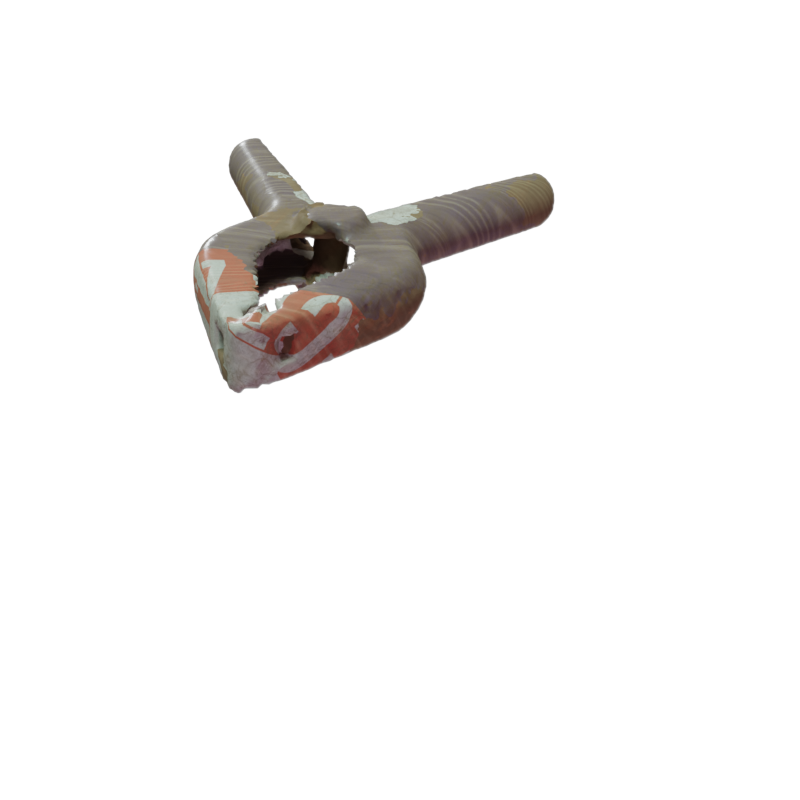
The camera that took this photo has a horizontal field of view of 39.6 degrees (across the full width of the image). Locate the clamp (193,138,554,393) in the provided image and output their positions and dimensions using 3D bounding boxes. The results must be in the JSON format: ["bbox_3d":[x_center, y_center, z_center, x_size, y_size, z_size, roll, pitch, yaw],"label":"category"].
[{"bbox_3d":[-0.038,-0.069,0.482,0.171,0.034,0.215,12,32,20],"label":"clamp"}]
